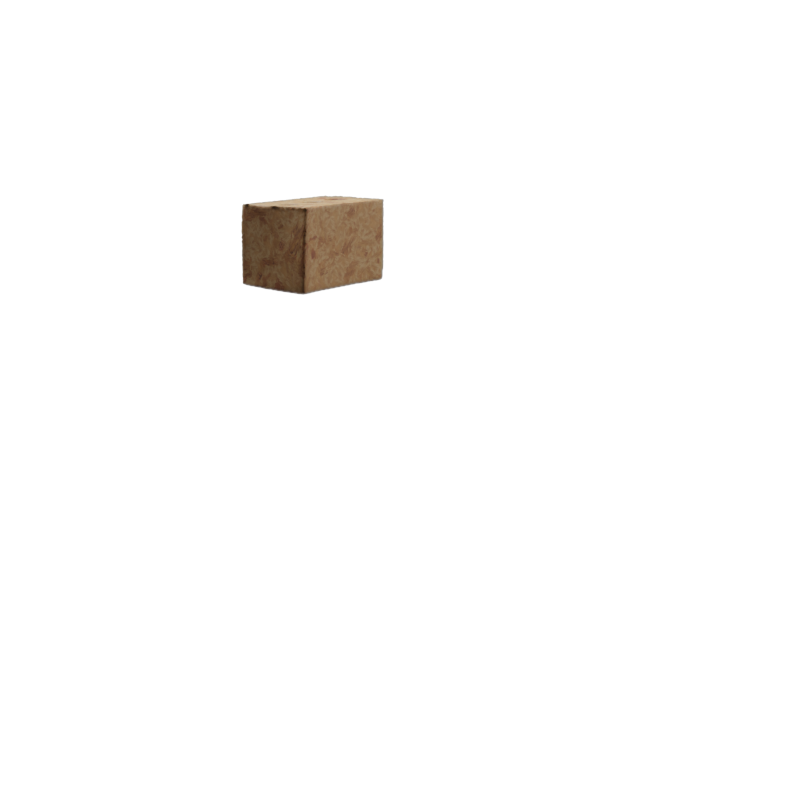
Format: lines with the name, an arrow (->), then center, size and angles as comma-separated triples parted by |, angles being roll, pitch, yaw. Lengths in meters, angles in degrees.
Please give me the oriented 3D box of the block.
block -> -0.053, -0.098, 0.683 | 0.055, 0.050, 0.076 | 9, 15, 36
